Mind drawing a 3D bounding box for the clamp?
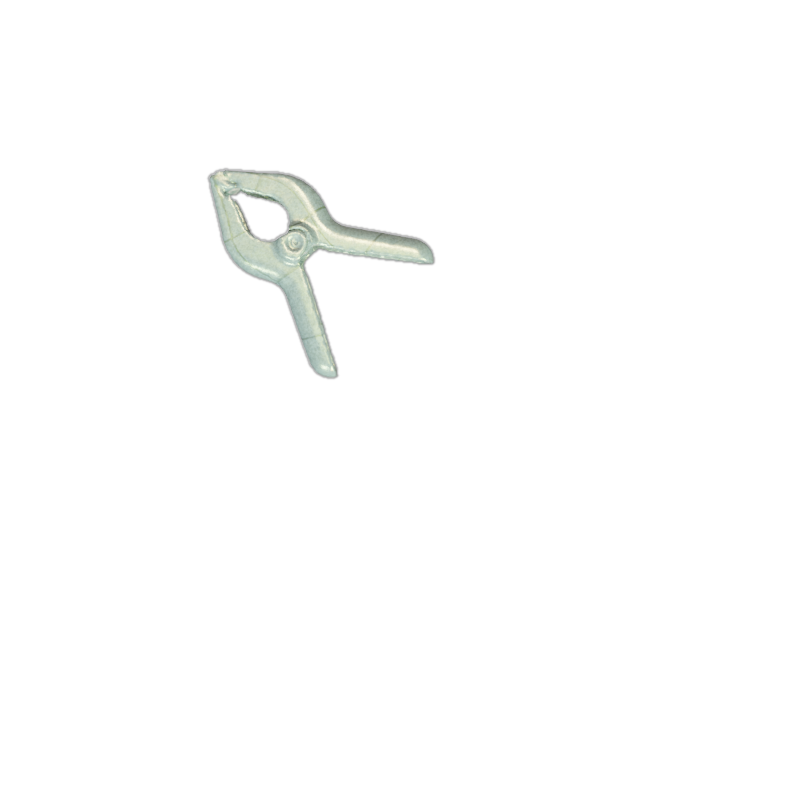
[{"bbox_3d":[-0.063,-0.115,0.808,0.120,0.175,0.038,-40,-8,-7],"label":"clamp"}]
